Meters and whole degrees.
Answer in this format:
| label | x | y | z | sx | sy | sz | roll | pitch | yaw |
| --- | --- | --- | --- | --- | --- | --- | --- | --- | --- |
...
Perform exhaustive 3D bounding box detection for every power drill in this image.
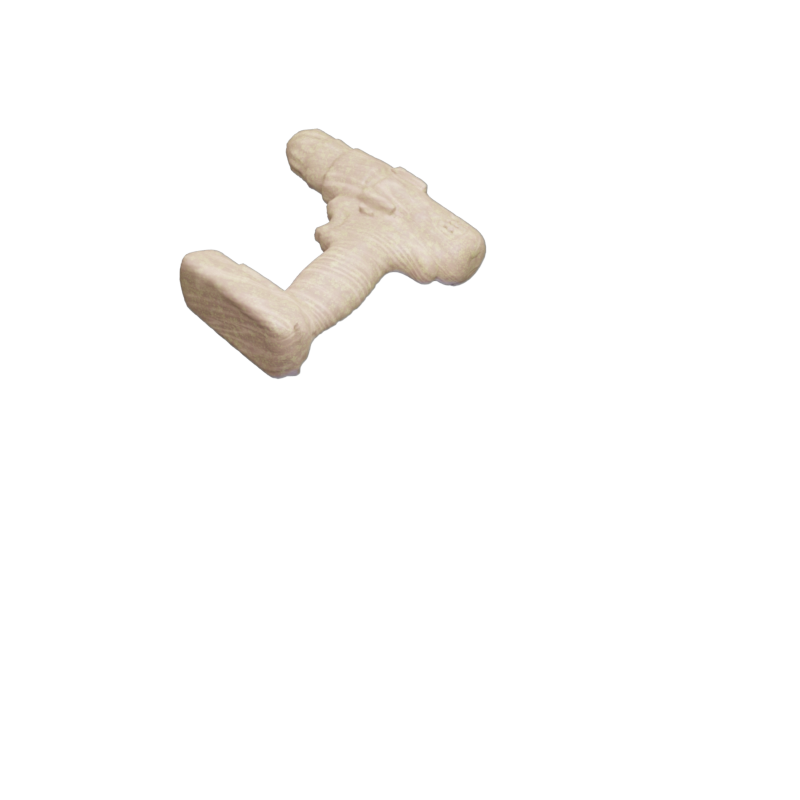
| label | x | y | z | sx | sy | sz | roll | pitch | yaw |
| --- | --- | --- | --- | --- | --- | --- | --- | --- | --- |
| power drill | -0.061 | -0.112 | 0.783 | 0.196 | 0.053 | 0.189 | 36 | 57 | 28 |
